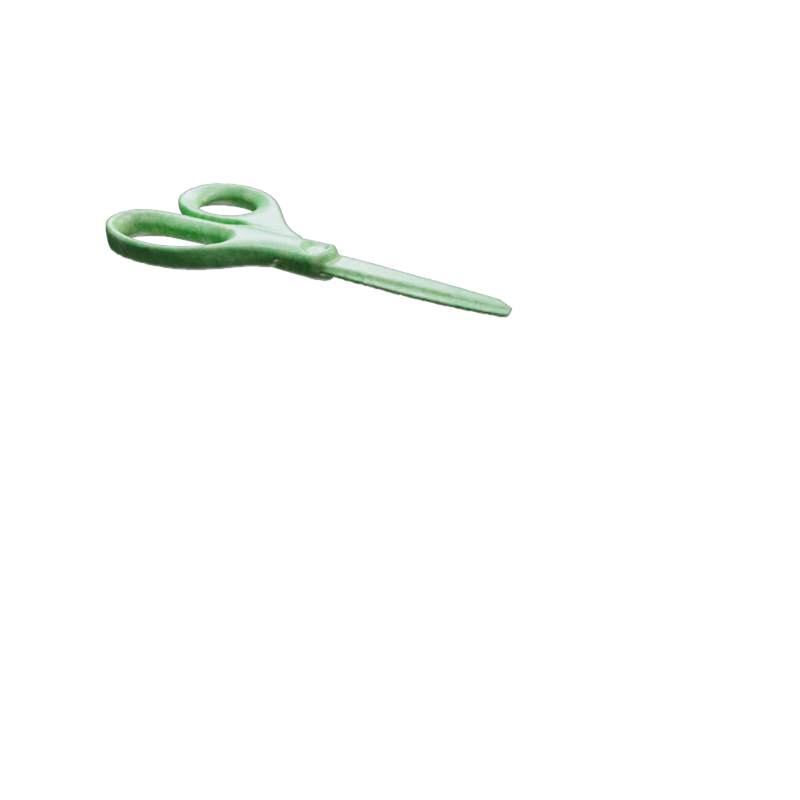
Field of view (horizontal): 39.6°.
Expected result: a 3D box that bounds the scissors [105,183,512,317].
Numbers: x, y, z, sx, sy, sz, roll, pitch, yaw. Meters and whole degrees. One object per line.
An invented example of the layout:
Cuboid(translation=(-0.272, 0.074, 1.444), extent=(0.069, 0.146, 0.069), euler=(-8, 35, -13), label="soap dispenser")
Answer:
Cuboid(translation=(-0.042, -0.076, 0.532), extent=(0.207, 0.015, 0.100), euler=(9, 32, 14), label="scissors")
